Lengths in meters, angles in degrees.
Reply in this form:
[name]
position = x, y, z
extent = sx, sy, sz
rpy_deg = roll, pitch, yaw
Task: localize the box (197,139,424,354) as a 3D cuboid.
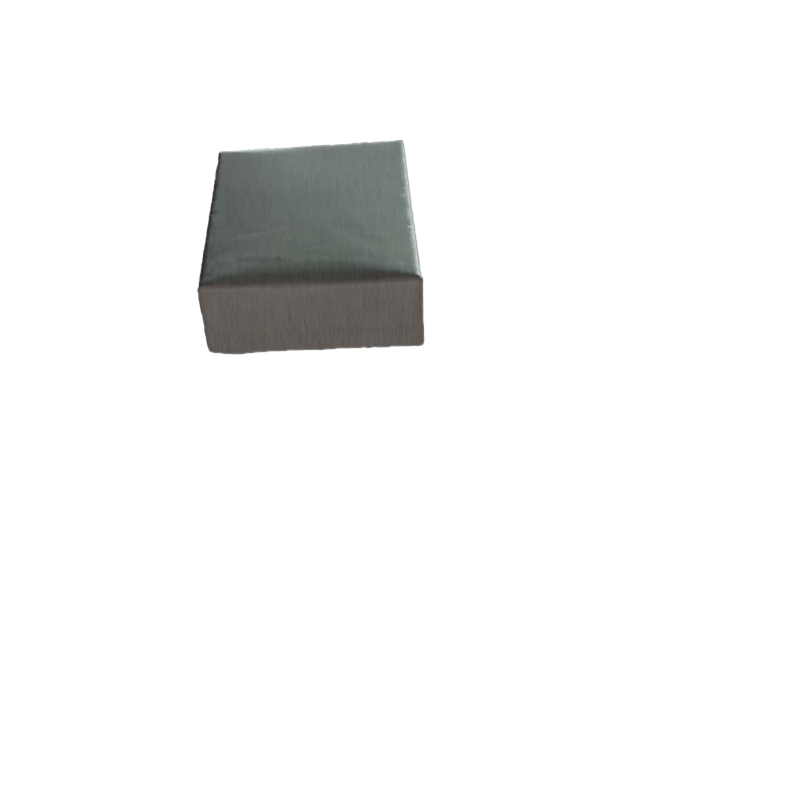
[box]
position = -0.070, -0.127, 0.893
extent = 0.164, 0.067, 0.229
rpy_deg = -4, 37, 0
